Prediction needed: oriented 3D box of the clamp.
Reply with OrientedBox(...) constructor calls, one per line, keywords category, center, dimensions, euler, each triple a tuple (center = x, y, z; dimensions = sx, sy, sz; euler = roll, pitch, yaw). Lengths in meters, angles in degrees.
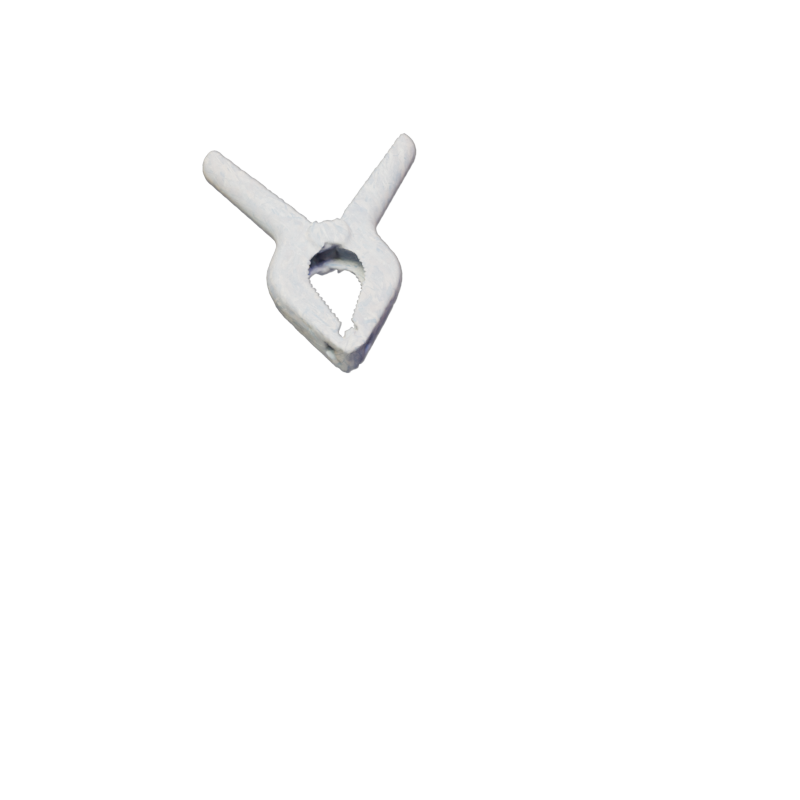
OrientedBox(category="clamp", center=(-0.063, -0.114, 0.799), dimensions=(0.164, 0.226, 0.034), euler=(-3, -37, -2))
